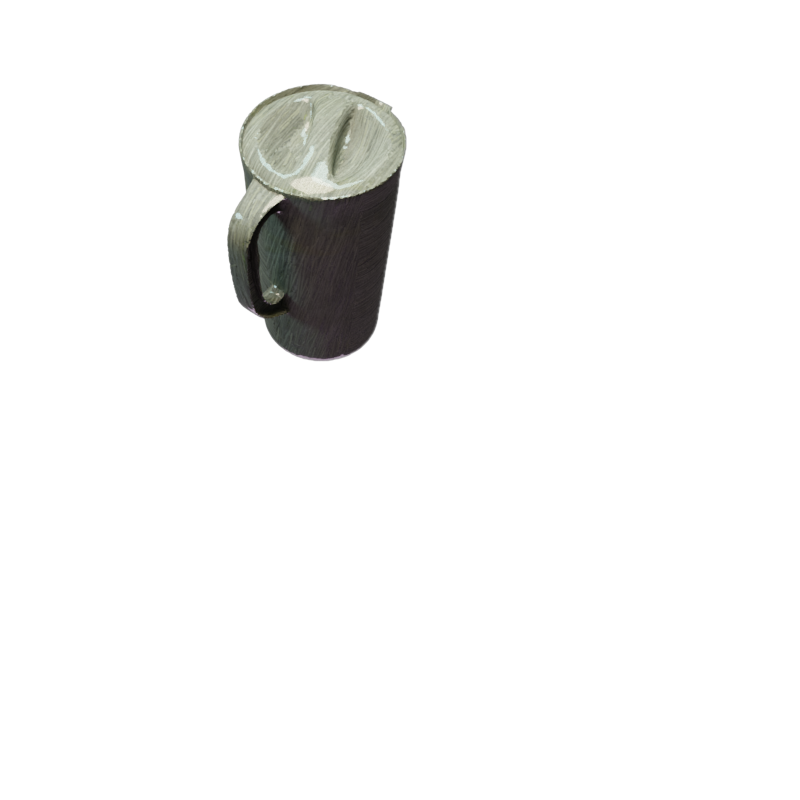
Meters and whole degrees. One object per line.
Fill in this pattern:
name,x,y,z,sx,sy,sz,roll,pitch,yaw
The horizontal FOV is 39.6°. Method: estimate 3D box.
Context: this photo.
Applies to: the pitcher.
pitcher,-0.075,-0.137,0.957,0.148,0.156,0.227,-5,-37,-7
